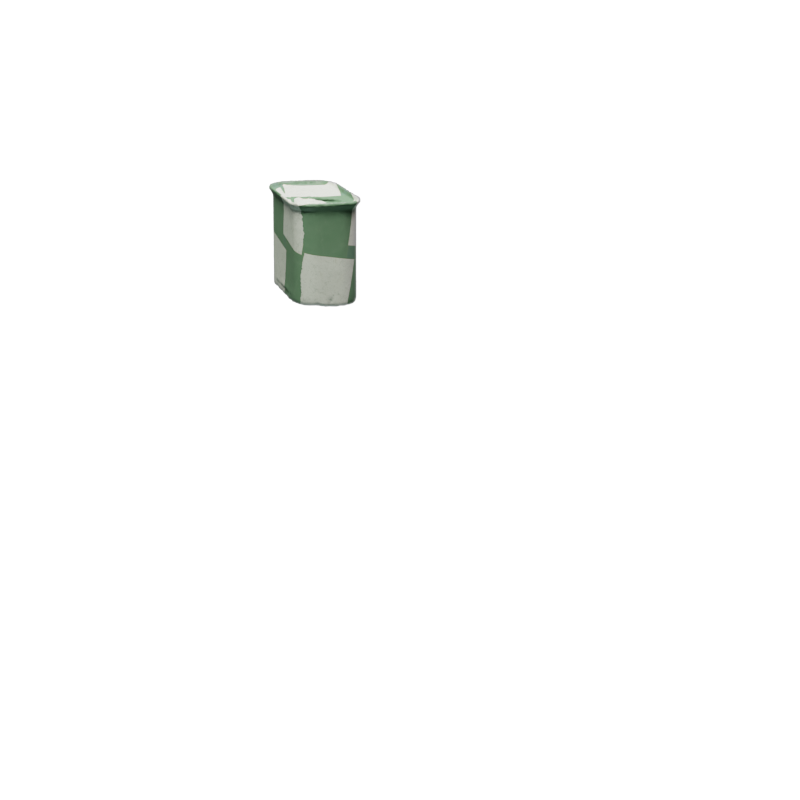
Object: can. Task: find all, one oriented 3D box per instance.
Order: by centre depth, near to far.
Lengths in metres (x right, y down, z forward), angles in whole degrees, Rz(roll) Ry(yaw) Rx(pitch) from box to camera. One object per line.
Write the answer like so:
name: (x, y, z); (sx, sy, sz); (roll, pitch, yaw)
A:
can: (-0.070, -0.128, 0.896); (0.056, 0.081, 0.108); (-4, 18, -18)
